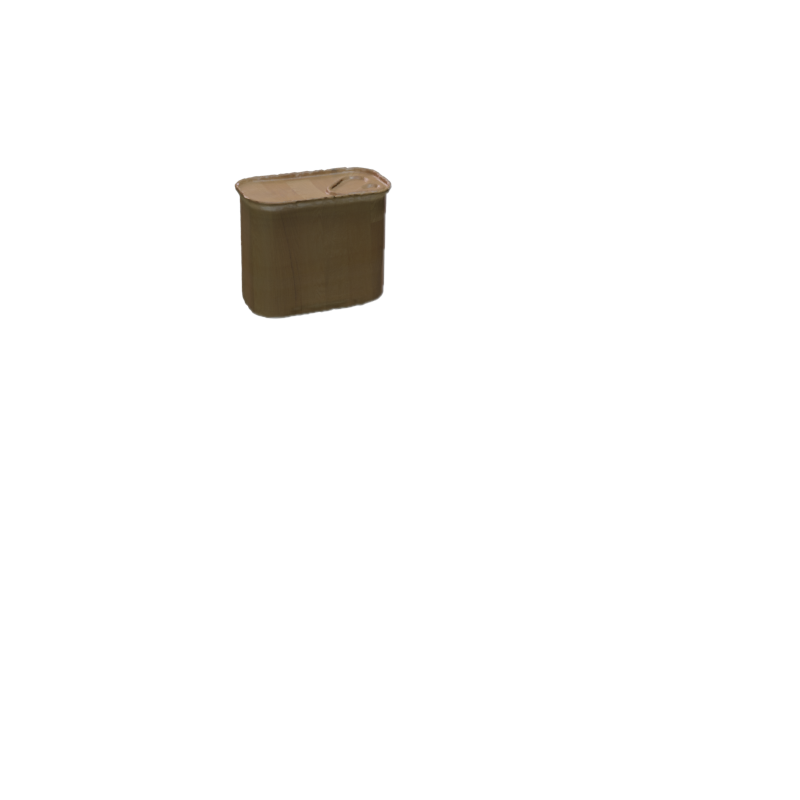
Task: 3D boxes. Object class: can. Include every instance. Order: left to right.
[{"bbox_3d":[-0.059,-0.107,0.752,0.100,0.080,0.061,-9,26,-20],"label":"can"}]
